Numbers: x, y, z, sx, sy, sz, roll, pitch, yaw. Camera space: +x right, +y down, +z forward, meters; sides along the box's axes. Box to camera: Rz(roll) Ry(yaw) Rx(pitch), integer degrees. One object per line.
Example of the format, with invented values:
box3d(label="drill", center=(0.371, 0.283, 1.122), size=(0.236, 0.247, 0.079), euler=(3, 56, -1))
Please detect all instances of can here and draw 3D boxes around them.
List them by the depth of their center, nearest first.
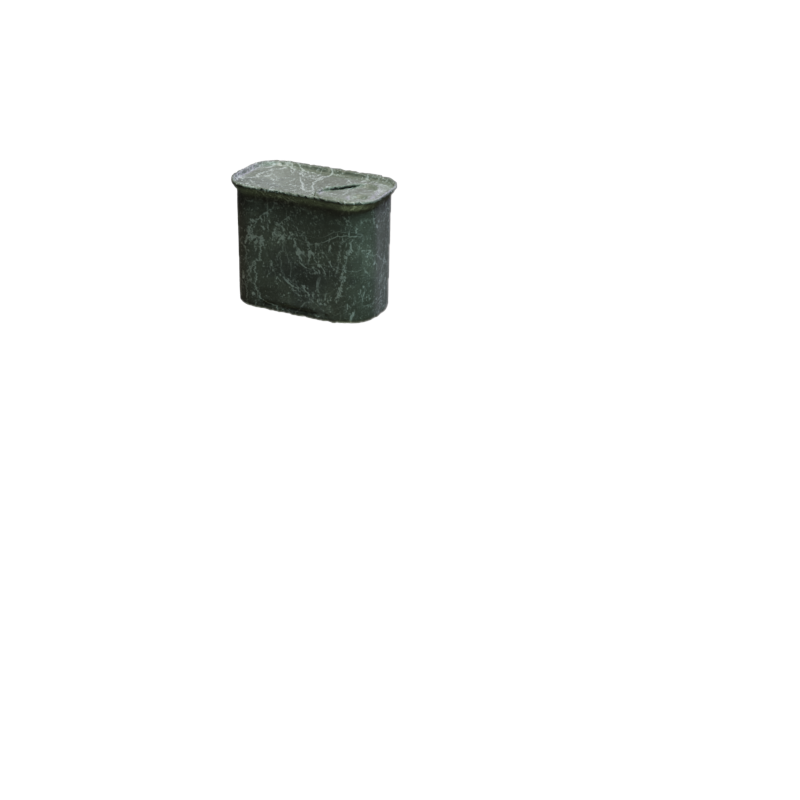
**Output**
box3d(label="can", center=(-0.055, -0.100, 0.704), size=(0.106, 0.080, 0.058), euler=(13, 26, 23))
